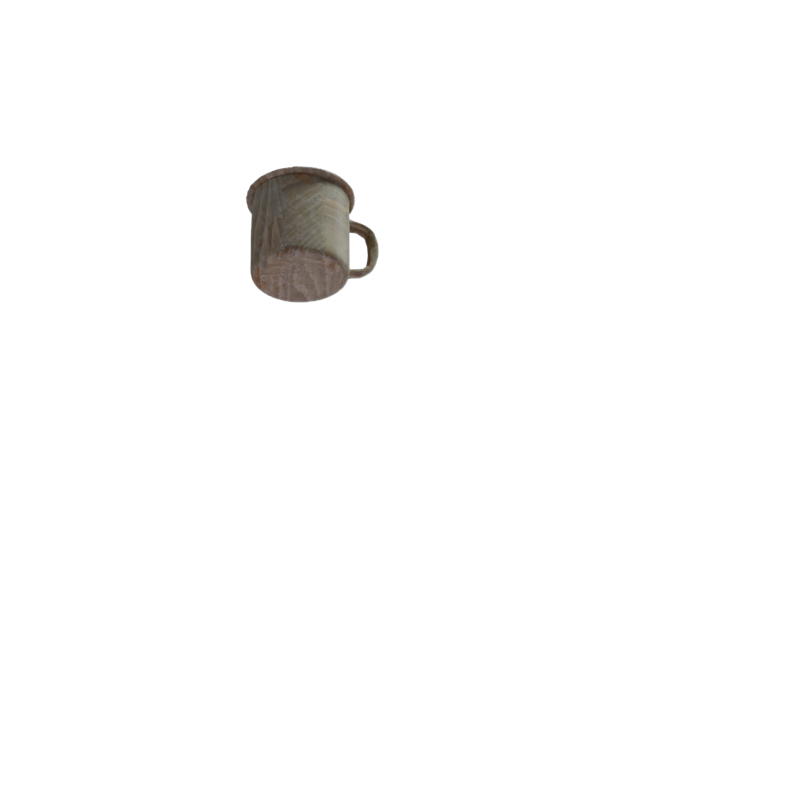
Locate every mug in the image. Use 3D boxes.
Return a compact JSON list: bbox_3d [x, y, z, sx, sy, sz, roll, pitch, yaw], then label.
[{"bbox_3d":[-0.073,-0.132,0.926,0.113,0.087,0.091,13,-33,-23],"label":"mug"}]
